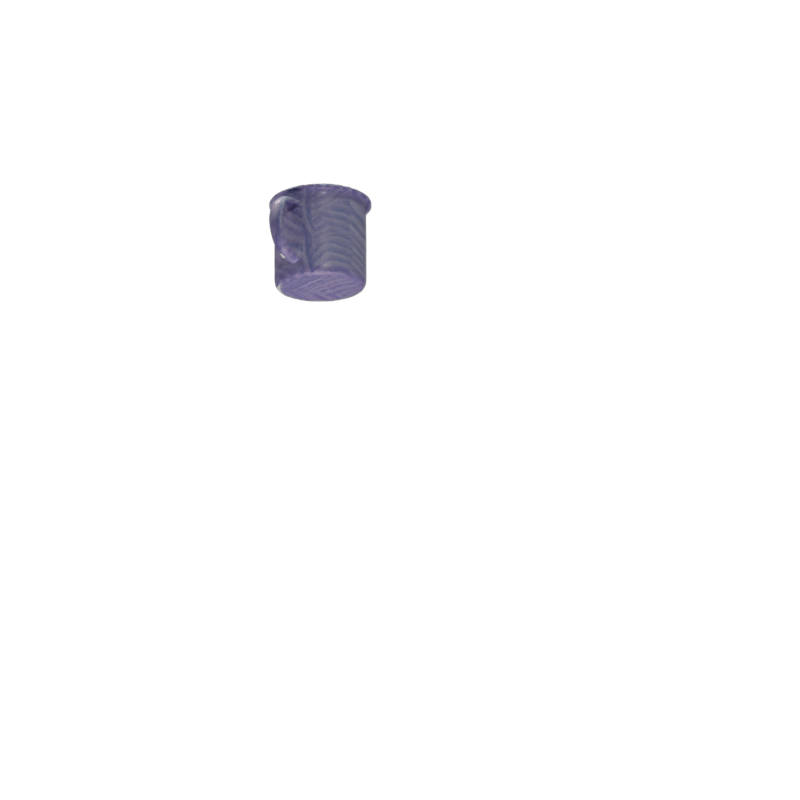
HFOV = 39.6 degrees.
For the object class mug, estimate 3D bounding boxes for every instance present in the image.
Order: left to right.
[{"bbox_3d":[-0.077,-0.140,0.979,0.095,0.085,0.110,-10,-19,28],"label":"mug"}]
